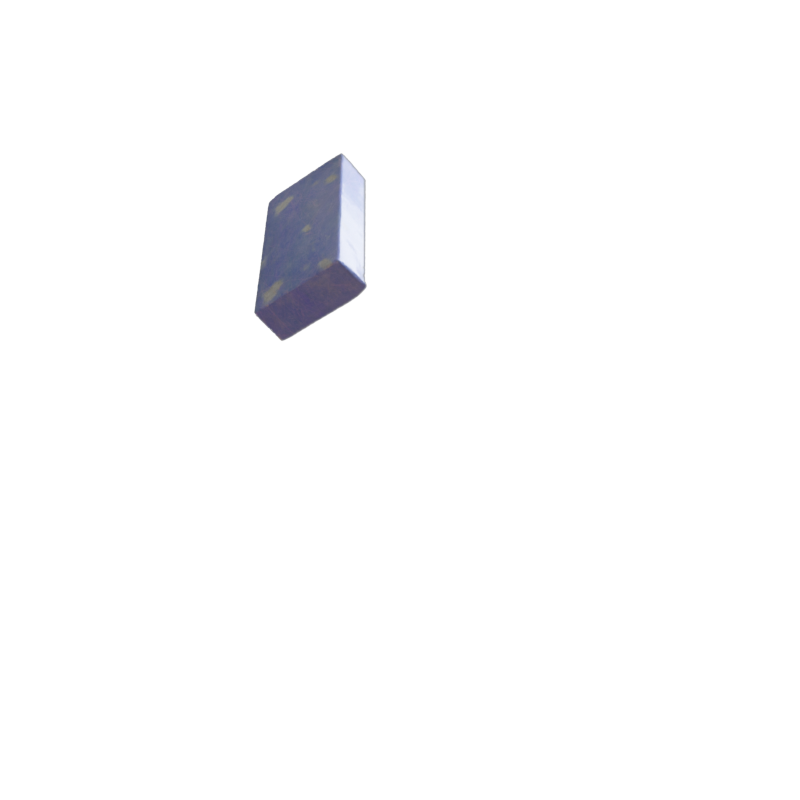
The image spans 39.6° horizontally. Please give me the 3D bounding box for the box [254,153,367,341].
[{"bbox_3d":[-0.077,-0.140,0.983,0.093,0.189,0.045,-30,-54,20],"label":"box"}]
